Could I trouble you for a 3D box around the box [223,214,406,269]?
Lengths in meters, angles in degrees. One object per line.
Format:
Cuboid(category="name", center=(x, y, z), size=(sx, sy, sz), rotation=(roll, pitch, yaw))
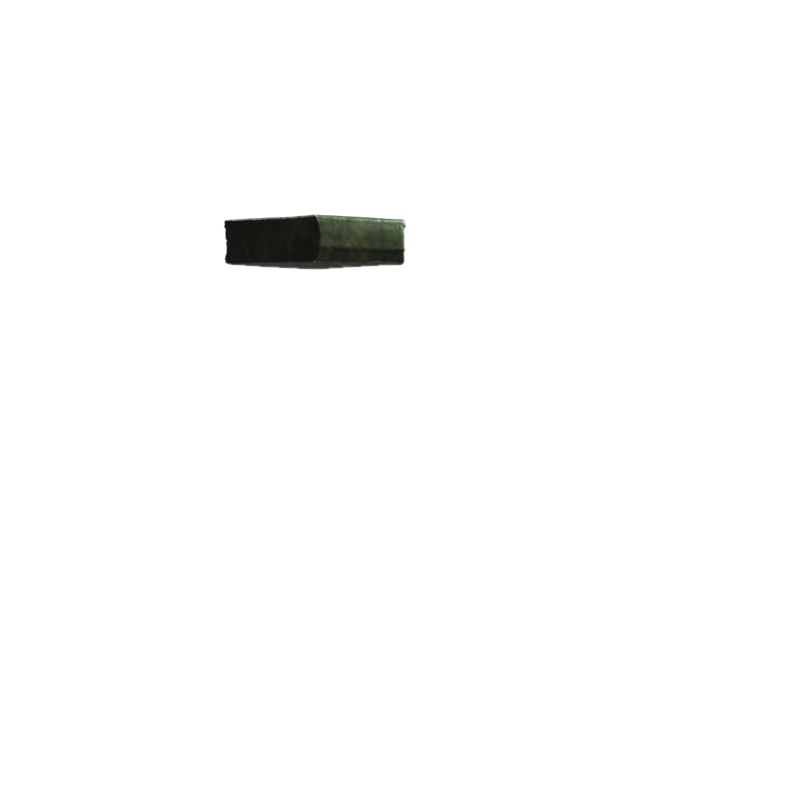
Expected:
Cuboid(category="box", center=(-0.066, -0.120, 0.839), size=(0.086, 0.039, 0.118), rotation=(-2, 4, -42))
